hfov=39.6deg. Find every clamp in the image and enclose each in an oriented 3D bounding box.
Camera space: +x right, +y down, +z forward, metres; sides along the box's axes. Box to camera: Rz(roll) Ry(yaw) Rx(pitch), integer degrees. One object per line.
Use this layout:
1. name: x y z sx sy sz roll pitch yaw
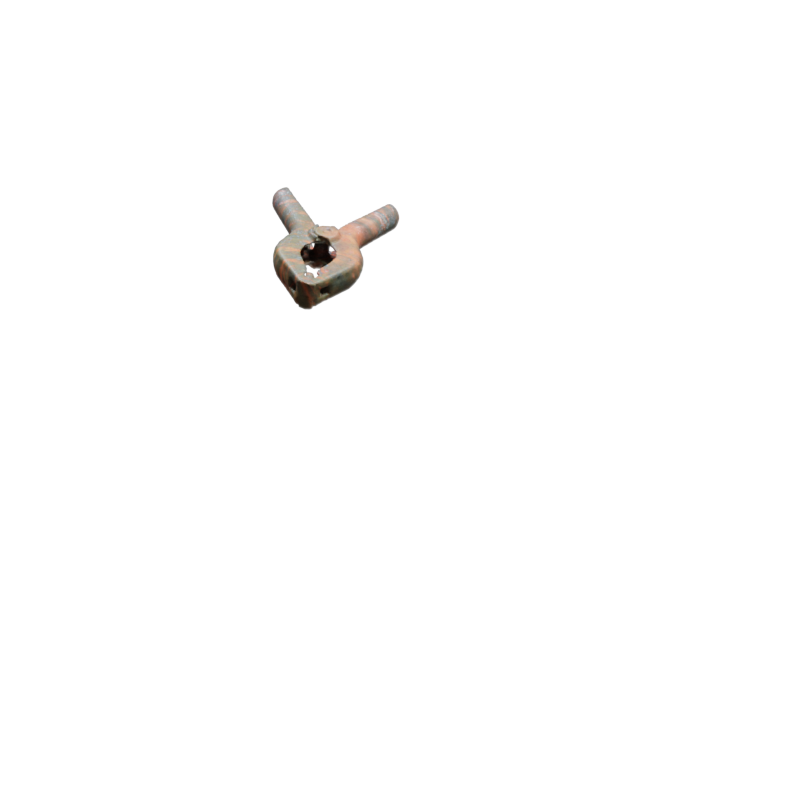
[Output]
1. clamp: -0.078 -0.143 0.999 0.123 0.037 0.178 9 34 13
